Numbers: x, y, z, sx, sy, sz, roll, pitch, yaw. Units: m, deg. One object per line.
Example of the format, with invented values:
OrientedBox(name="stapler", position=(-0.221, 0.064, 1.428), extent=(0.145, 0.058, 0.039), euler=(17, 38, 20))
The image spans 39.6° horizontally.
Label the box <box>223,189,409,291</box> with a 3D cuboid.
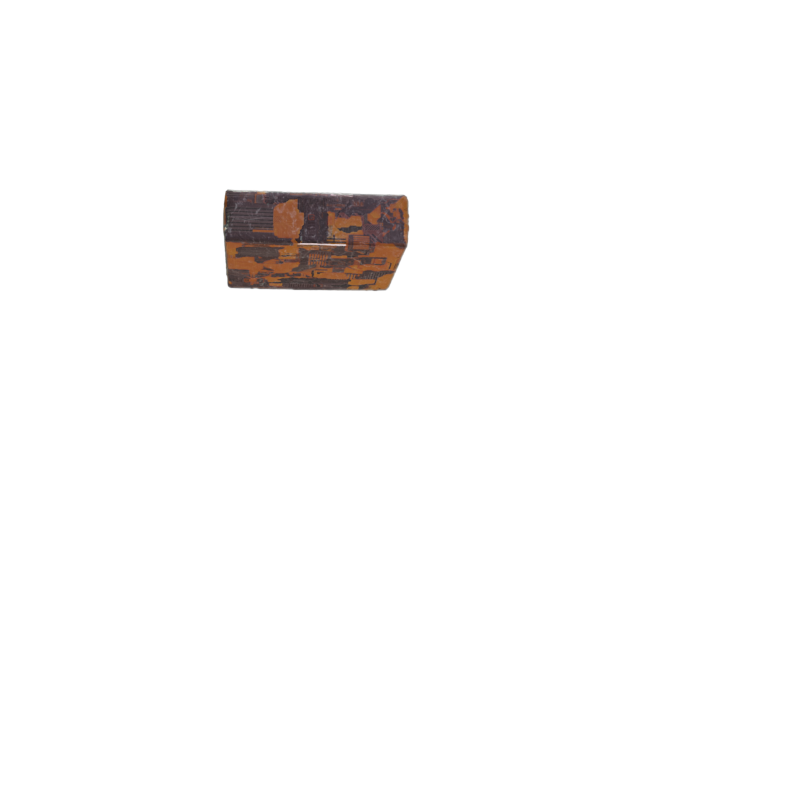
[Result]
OrientedBox(name="box", position=(-0.044, -0.080, 0.558), extent=(0.089, 0.031, 0.071), euler=(1, -13, -4))
